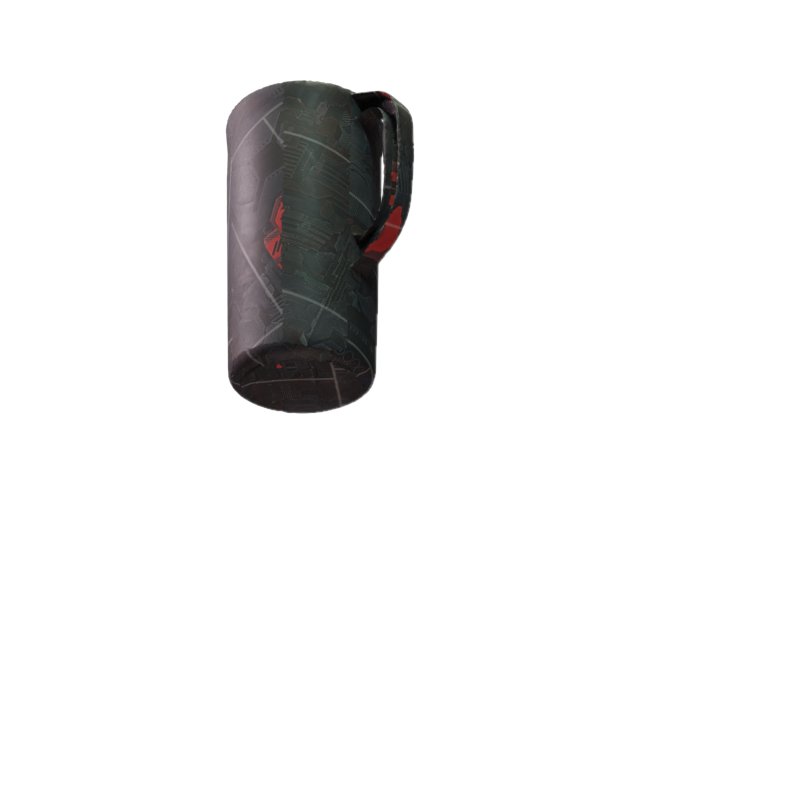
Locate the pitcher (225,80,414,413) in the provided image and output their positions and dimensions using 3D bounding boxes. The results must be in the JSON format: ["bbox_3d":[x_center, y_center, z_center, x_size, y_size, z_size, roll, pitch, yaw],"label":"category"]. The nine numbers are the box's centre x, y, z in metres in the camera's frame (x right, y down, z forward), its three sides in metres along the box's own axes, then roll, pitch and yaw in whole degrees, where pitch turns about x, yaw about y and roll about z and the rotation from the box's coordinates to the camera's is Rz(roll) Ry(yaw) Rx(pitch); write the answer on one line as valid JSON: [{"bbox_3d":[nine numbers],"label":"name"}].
[{"bbox_3d":[-0.067,-0.123,0.858,0.144,0.259,0.141,2,-31,-6],"label":"pitcher"}]
